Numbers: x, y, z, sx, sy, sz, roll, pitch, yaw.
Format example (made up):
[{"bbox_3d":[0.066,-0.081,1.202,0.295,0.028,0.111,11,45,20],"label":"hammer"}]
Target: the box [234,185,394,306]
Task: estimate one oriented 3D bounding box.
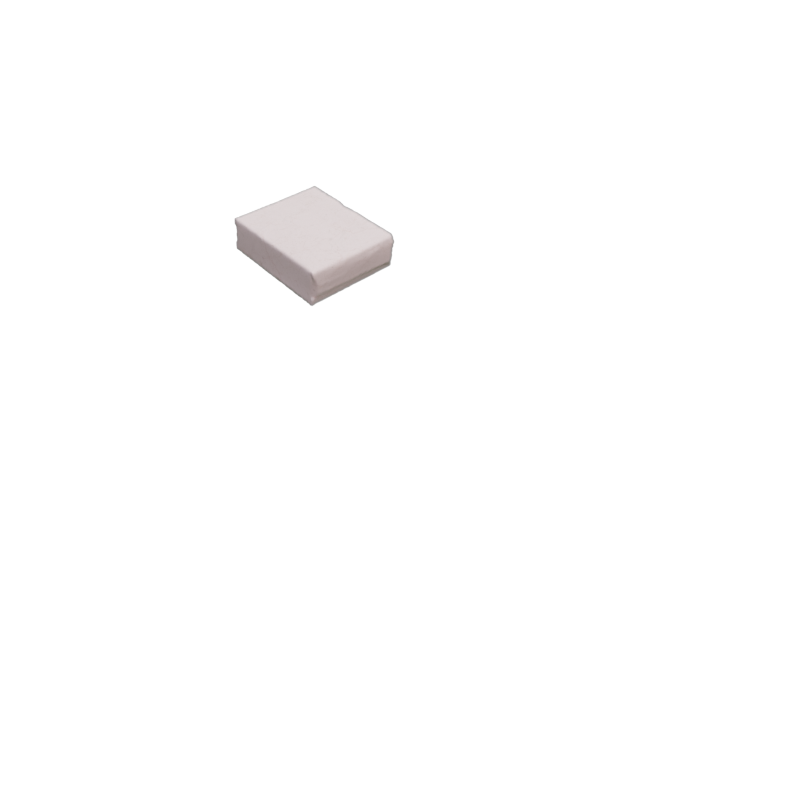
[{"bbox_3d":[-0.060,-0.110,0.774,0.073,0.028,0.096,-28,46,-31],"label":"box"}]
